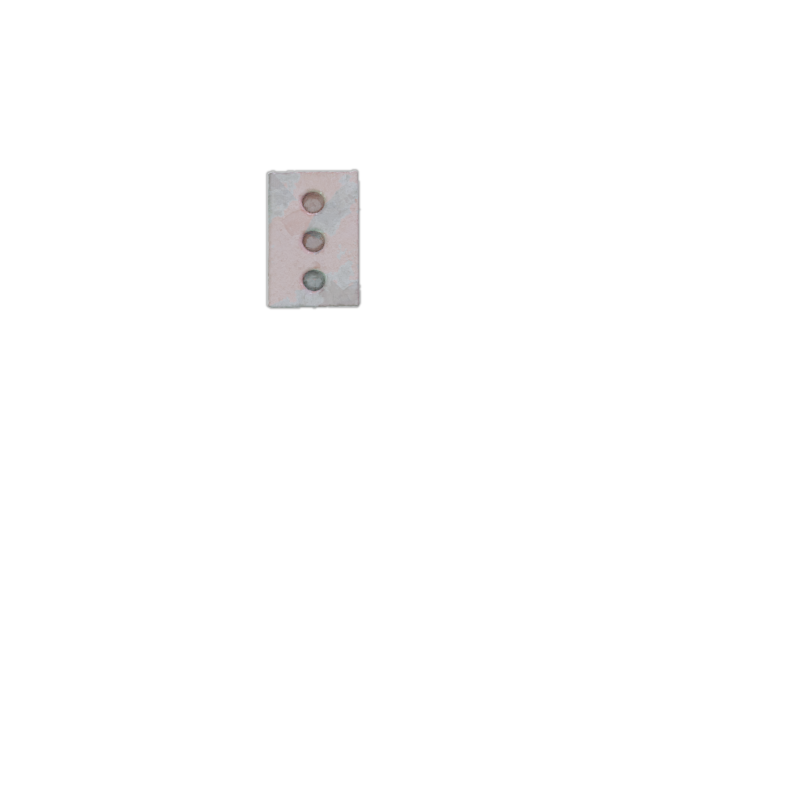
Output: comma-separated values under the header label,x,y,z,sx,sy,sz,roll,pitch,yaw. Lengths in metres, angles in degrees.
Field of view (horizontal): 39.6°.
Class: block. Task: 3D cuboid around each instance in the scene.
label,x,y,z,sx,sy,sz,roll,pitch,yaw
block,-0.050,-0.091,0.639,0.053,0.078,0.051,-1,2,-2
